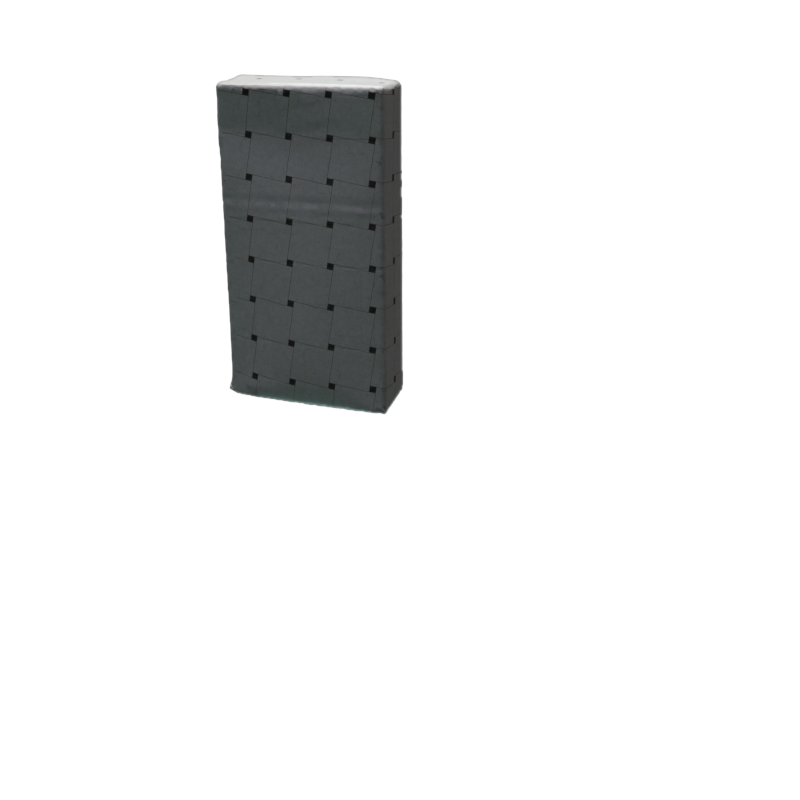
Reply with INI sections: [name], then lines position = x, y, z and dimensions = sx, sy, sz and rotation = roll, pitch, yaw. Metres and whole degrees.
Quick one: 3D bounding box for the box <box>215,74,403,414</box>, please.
[box]
position = -0.047, -0.086, 0.599
dimensions = 0.096, 0.170, 0.048
rotation = 6, 16, 18
